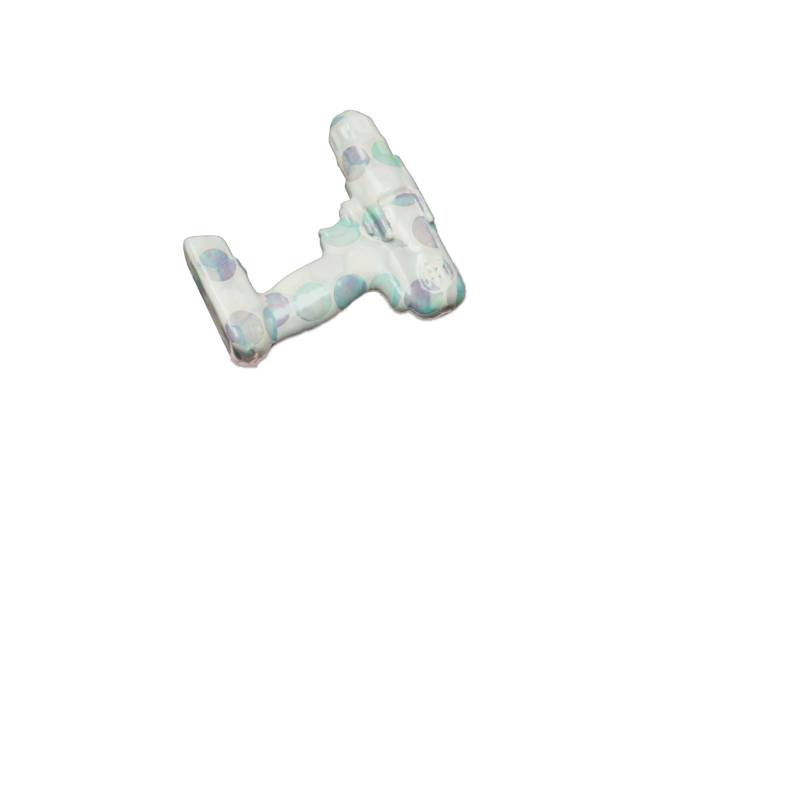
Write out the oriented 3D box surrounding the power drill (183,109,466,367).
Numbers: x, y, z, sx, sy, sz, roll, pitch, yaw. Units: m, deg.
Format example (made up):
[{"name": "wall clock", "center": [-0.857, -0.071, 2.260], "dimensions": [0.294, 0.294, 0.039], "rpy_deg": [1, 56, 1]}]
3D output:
[{"name": "power drill", "center": [-0.066, -0.121, 0.846], "dimensions": [0.187, 0.195, 0.054], "rpy_deg": [-24, -21, -10]}]
